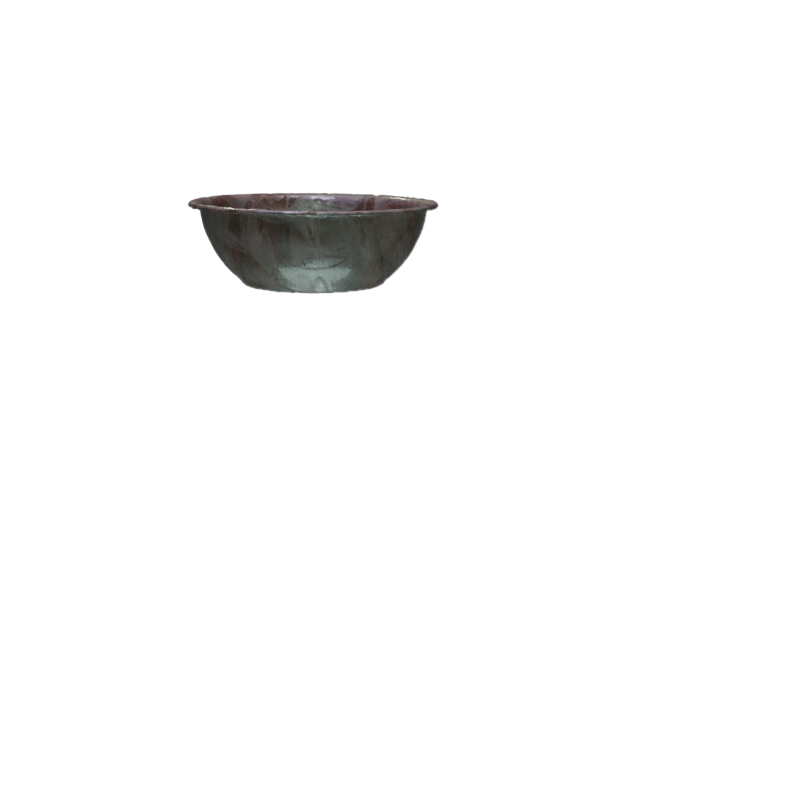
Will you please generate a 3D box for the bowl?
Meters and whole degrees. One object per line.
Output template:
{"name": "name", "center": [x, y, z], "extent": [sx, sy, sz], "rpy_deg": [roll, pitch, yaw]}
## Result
{"name": "bowl", "center": [-0.056, -0.103, 0.720], "extent": [0.162, 0.054, 0.166], "rpy_deg": [0, 13, -2]}
